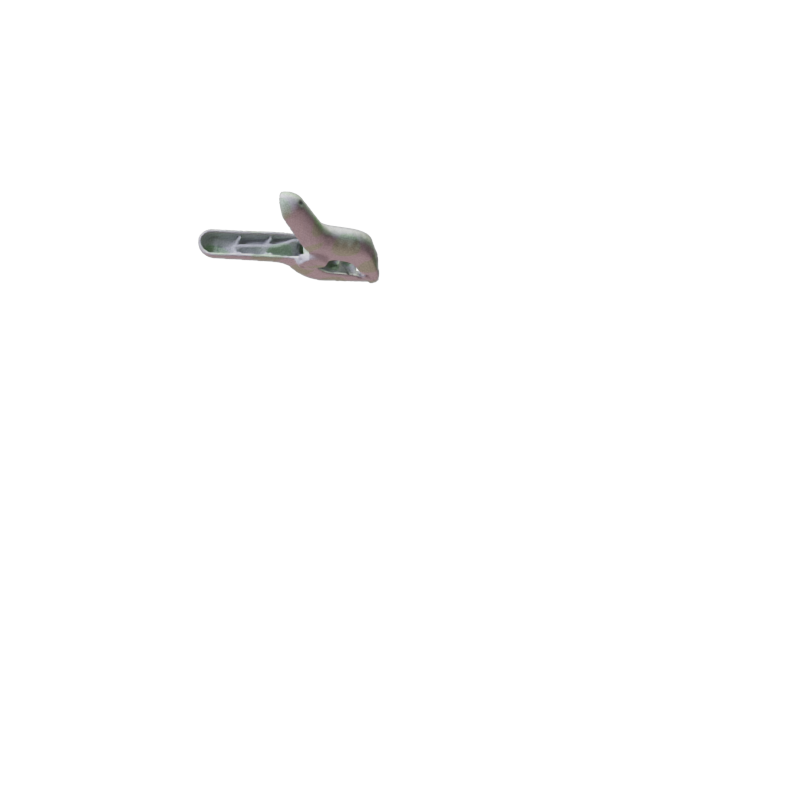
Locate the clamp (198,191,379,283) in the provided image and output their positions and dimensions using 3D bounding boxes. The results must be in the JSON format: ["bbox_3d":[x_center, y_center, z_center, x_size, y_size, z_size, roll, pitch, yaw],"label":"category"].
[{"bbox_3d":[-0.076,-0.138,0.966,0.164,0.040,0.122,7,-12,-35],"label":"clamp"}]
